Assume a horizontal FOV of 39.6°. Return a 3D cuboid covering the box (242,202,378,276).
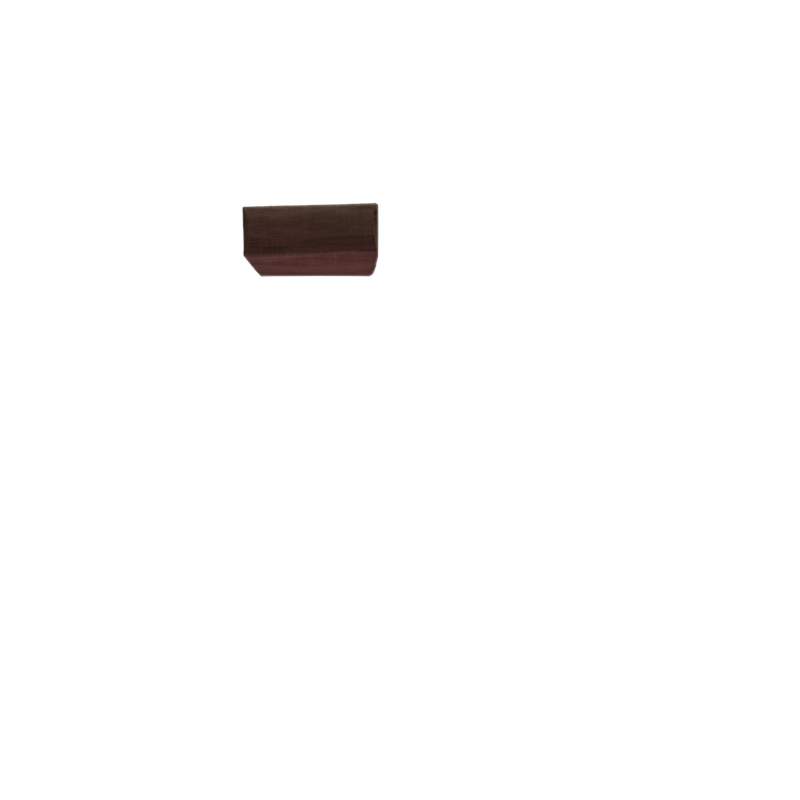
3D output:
[{"bbox_3d":[-0.060,-0.111,0.774,0.090,0.040,0.111,0,-3,0],"label":"box"}]
